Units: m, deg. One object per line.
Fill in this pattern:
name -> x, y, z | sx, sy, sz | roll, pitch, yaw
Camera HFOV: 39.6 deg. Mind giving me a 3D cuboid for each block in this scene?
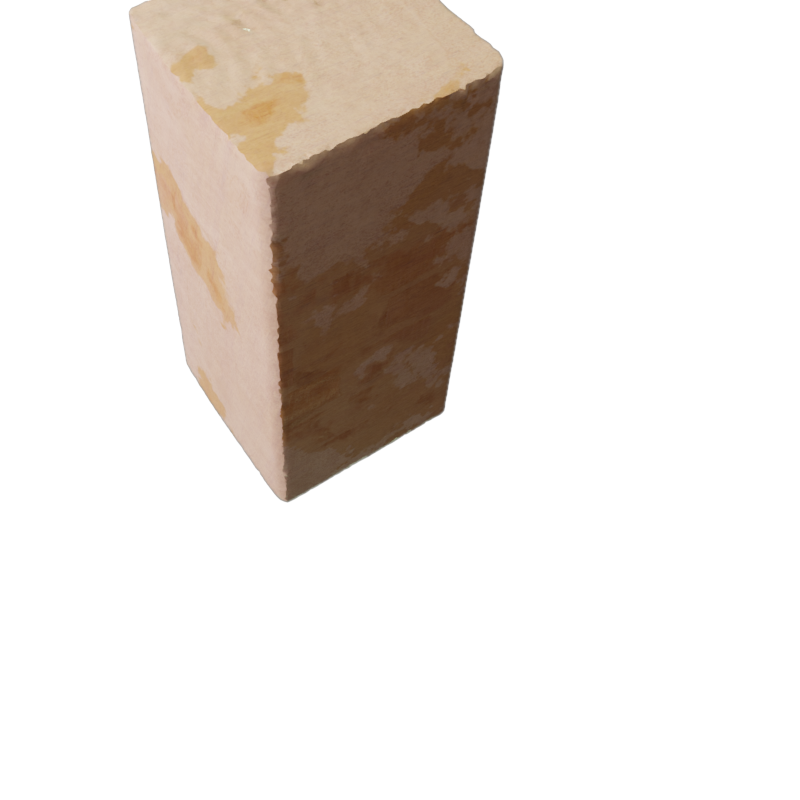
block -> -0.033, -0.060, 0.426 | 0.090, 0.097, 0.193 | -27, -29, -21
